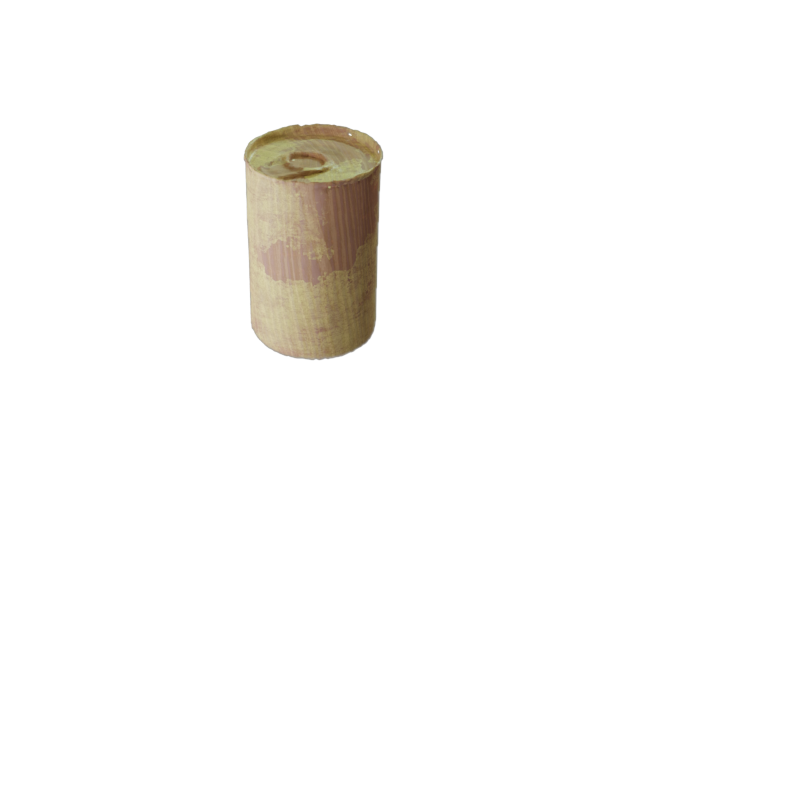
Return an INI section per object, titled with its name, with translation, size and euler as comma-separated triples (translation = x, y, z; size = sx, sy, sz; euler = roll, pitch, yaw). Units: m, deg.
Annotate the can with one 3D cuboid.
[can]
translation = -0.044, -0.081, 0.565
size = 0.068, 0.096, 0.073
euler = 0, 33, -3
